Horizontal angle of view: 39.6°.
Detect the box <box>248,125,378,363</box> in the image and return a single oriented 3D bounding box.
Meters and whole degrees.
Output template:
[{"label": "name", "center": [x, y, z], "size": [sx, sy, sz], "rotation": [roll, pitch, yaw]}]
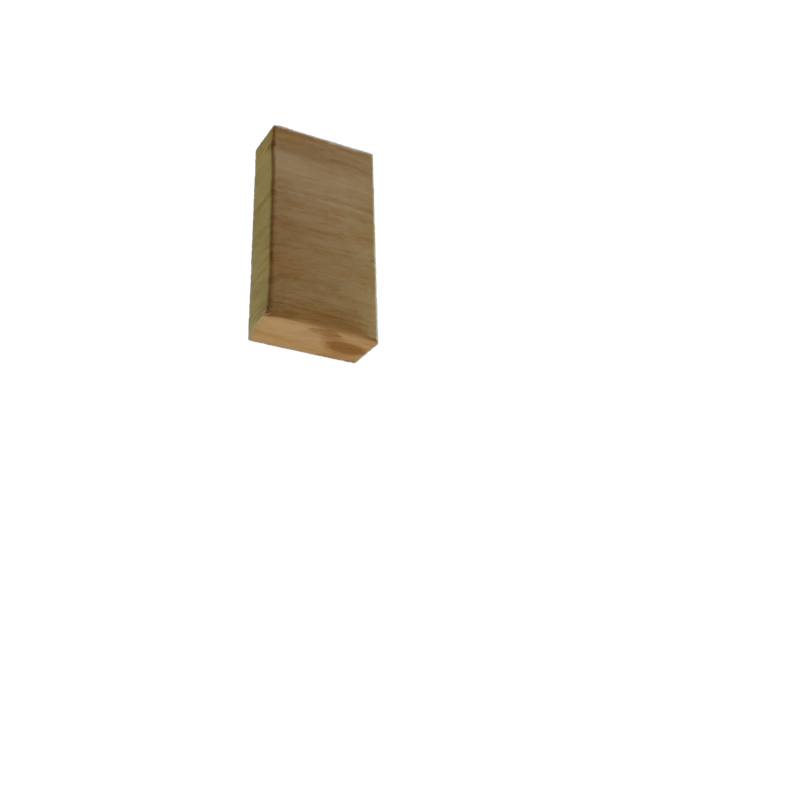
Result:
[{"label": "box", "center": [-0.068, -0.123, 0.866], "size": [0.090, 0.188, 0.047], "rotation": [13, -35, -23]}]
